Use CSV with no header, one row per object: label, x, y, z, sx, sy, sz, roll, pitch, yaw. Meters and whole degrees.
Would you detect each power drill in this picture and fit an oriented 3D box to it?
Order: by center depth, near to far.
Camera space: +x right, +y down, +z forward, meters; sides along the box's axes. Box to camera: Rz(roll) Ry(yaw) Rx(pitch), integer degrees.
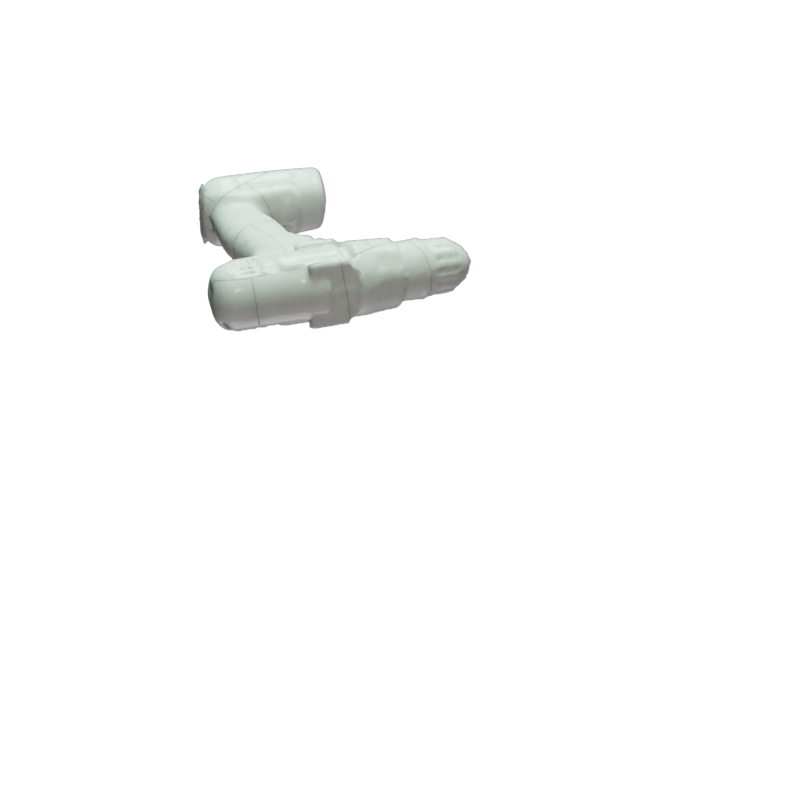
power drill,-0.064,-0.116,0.816,0.181,0.054,0.201,-9,29,-17
